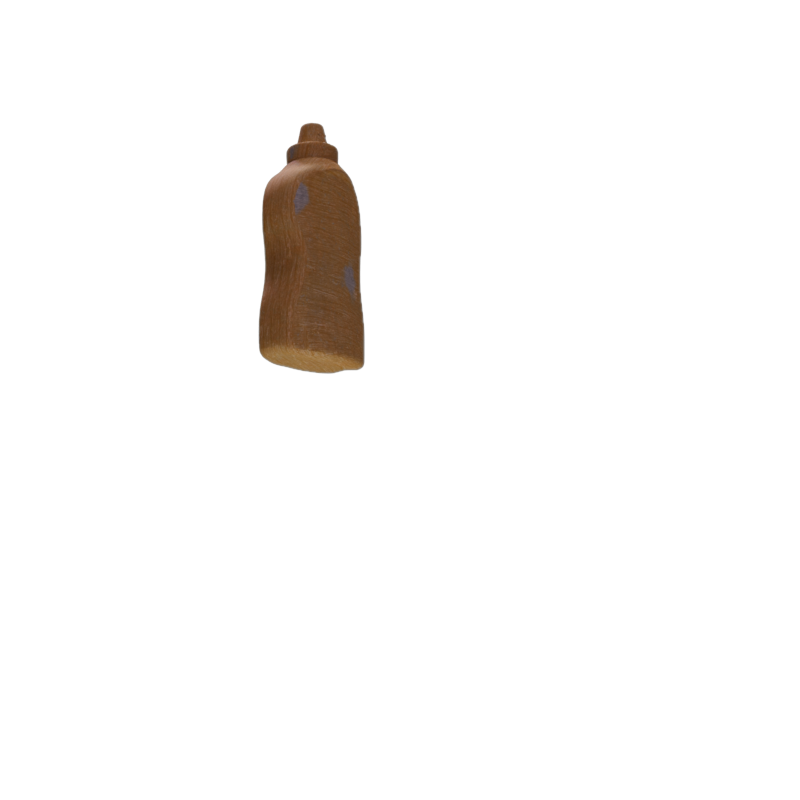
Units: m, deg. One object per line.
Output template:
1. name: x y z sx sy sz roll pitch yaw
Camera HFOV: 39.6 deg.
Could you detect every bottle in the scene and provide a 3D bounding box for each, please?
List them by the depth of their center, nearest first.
1. bottle: -0.067 -0.121 0.851 0.060 0.199 0.090 -13 -19 35
